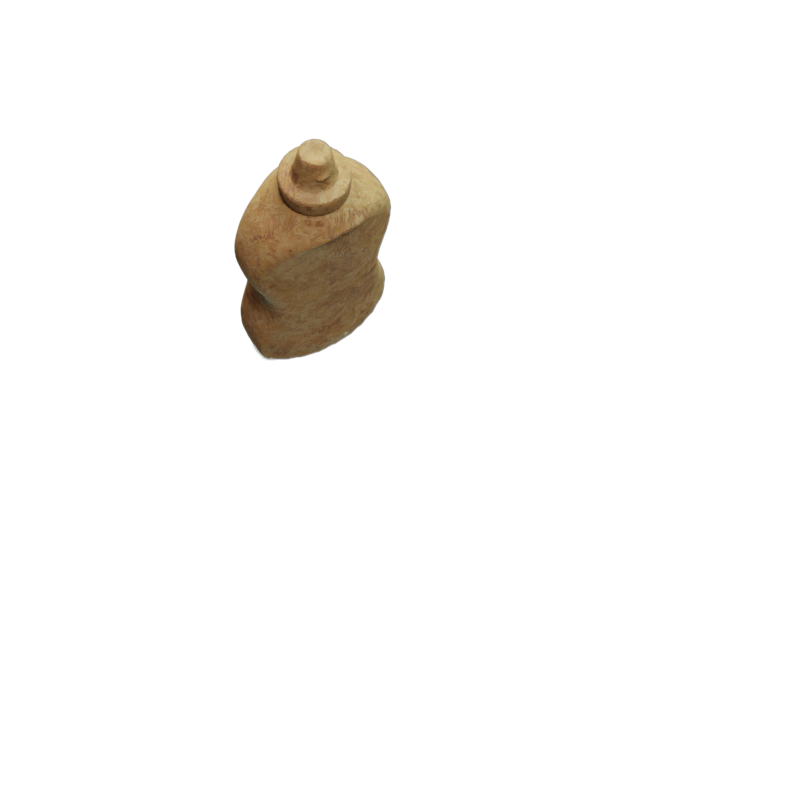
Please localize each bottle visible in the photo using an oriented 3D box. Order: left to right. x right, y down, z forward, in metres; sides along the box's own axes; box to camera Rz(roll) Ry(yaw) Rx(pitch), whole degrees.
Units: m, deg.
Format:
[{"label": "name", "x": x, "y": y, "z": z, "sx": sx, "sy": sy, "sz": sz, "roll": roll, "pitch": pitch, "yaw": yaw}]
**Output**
[{"label": "bottle", "x": -0.052, "y": -0.094, "z": 0.663, "sx": 0.096, "sy": 0.062, "sz": 0.181, "roll": -27, "pitch": -20, "yaw": -15}]
